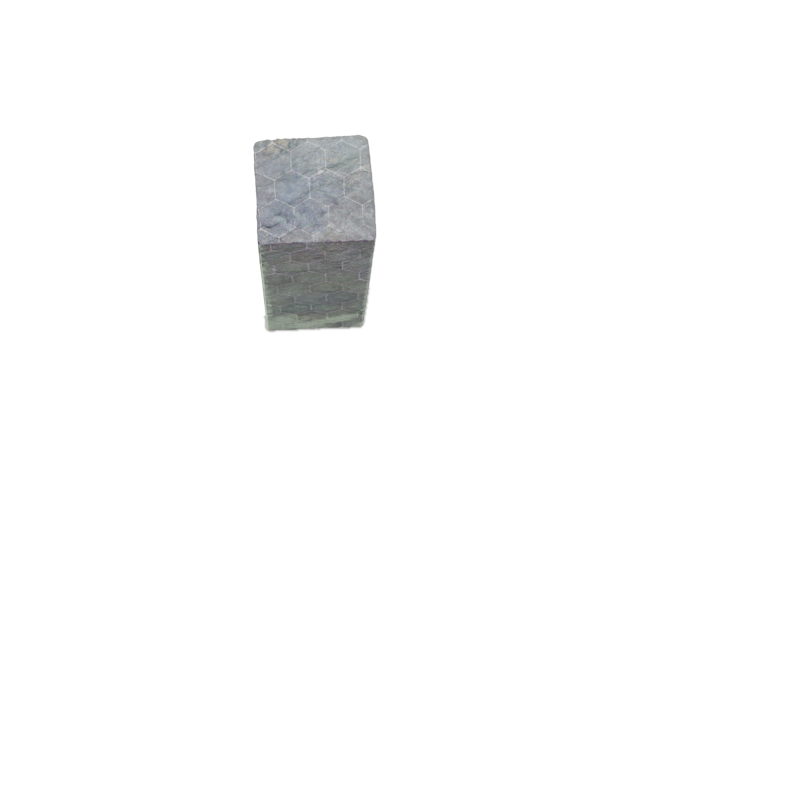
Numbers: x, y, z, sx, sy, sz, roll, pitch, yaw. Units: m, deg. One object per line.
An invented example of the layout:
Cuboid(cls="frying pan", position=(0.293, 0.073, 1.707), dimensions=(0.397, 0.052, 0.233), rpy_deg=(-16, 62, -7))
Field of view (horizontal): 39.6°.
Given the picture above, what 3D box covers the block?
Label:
Cuboid(cls="block", position=(-0.073, -0.133, 0.930), dimensions=(0.090, 0.094, 0.198), rpy_deg=(-3, -16, -5))
